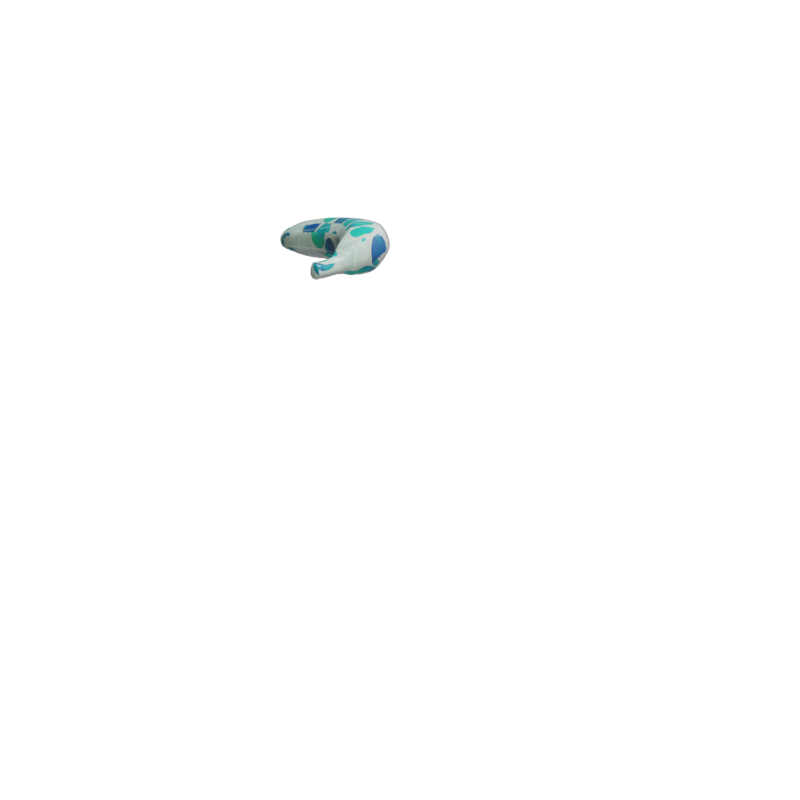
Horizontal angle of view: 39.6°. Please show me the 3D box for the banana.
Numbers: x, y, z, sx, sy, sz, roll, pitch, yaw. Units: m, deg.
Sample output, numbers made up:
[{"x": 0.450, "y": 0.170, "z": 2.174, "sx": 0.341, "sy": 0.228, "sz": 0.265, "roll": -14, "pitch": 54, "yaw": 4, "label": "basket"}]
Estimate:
[{"x": -0.048, "y": -0.122, "z": 0.858, "sx": 0.069, "sy": 0.036, "sz": 0.204, "roll": -2, "pitch": 13, "yaw": -11, "label": "banana"}]
